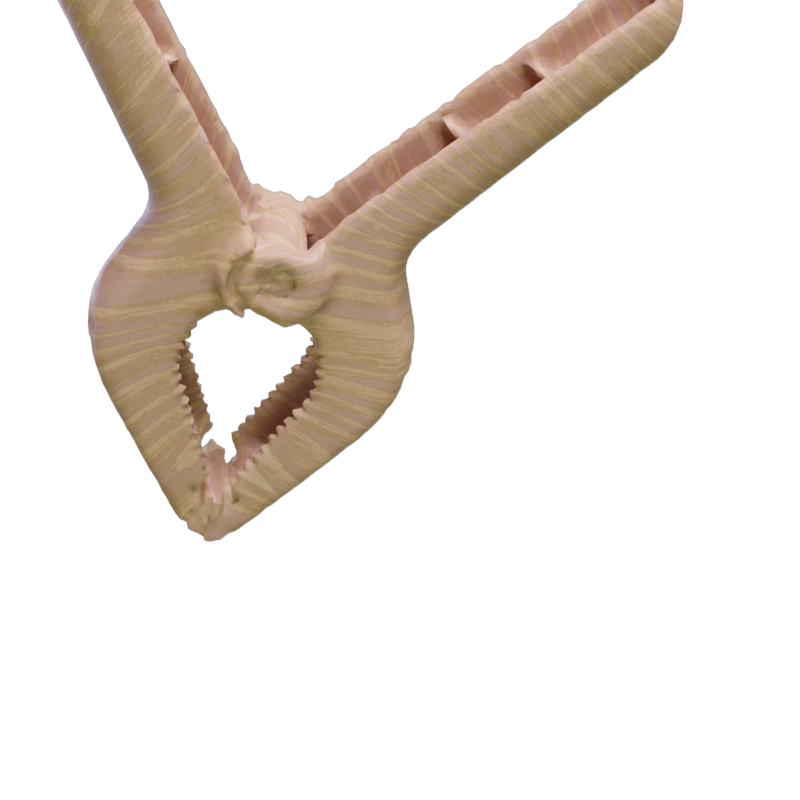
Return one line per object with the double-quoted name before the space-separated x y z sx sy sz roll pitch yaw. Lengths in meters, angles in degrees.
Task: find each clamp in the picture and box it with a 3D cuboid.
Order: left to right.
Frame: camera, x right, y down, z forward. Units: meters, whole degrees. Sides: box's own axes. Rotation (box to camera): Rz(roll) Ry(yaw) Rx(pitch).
"clamp" -0.024 -0.044 0.308 0.163 0.198 0.039 7 33 -5
